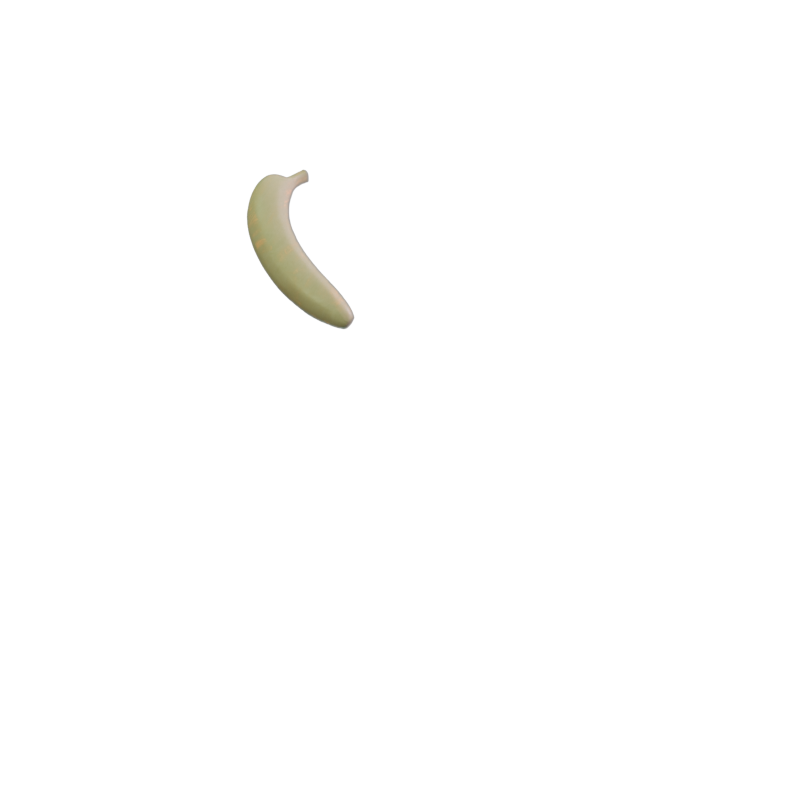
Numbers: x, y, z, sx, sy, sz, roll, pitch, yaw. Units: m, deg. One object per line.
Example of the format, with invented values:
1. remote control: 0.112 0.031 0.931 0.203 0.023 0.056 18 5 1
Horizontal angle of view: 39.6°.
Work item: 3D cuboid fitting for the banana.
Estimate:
1. banana: -0.094 -0.138 0.965 0.069 0.214 0.034 -10 -40 -9
